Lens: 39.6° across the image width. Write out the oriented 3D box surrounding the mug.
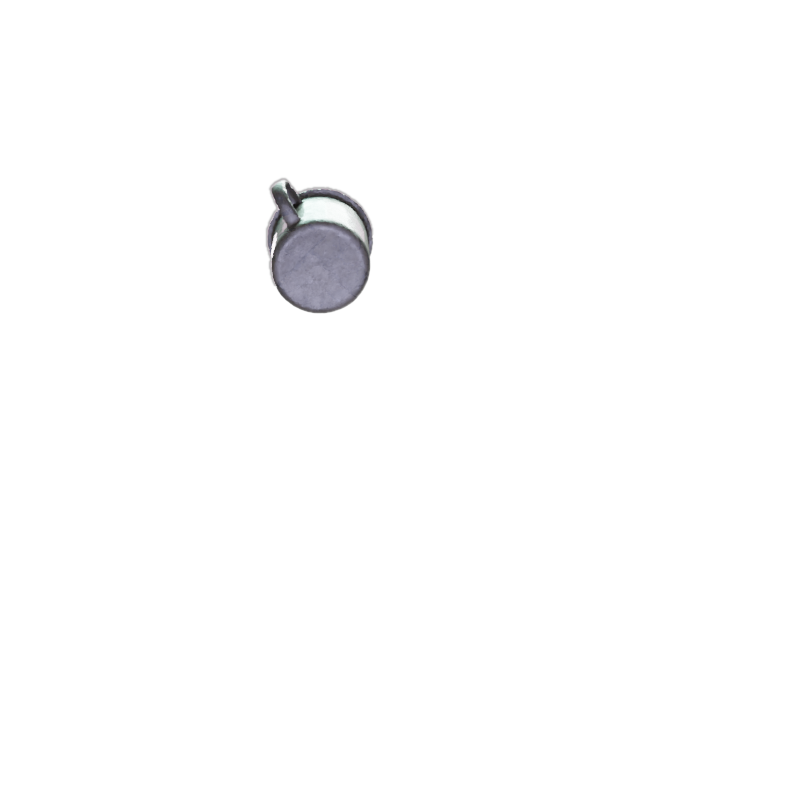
[{"bbox_3d":[-0.073,-0.133,0.931,0.093,0.112,0.085,-27,19,8],"label":"mug"}]
